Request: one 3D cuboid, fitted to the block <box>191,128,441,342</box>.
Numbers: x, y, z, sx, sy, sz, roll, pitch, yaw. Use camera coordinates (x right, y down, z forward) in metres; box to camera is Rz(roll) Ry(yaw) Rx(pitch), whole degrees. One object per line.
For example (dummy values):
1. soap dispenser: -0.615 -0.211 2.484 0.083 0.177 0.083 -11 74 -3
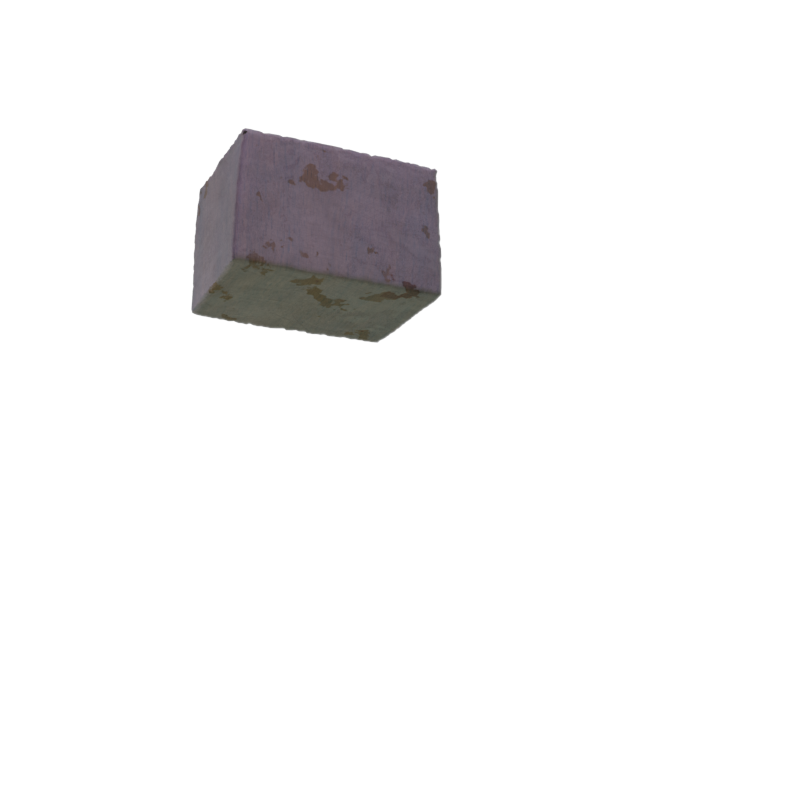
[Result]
1. block: -0.031 -0.057 0.401 0.075 0.054 0.052 8 -24 -23
